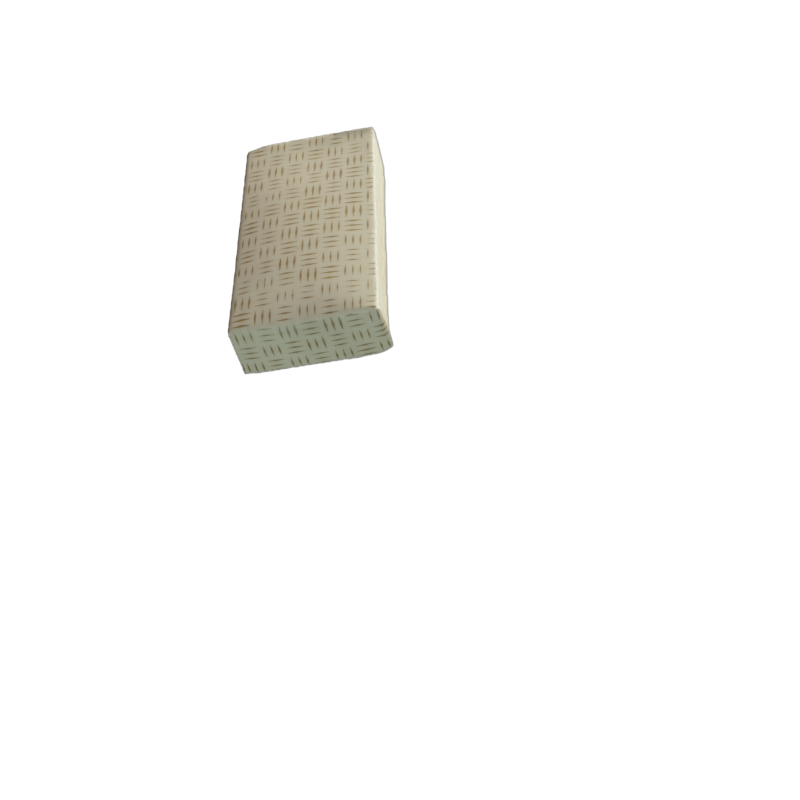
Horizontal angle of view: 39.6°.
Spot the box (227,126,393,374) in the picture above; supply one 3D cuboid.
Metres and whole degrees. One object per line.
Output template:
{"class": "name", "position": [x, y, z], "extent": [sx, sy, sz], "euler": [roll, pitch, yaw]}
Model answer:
{"class": "box", "position": [-0.056, -0.101, 0.709], "extent": [0.094, 0.189, 0.044], "euler": [-10, -42, 8]}
